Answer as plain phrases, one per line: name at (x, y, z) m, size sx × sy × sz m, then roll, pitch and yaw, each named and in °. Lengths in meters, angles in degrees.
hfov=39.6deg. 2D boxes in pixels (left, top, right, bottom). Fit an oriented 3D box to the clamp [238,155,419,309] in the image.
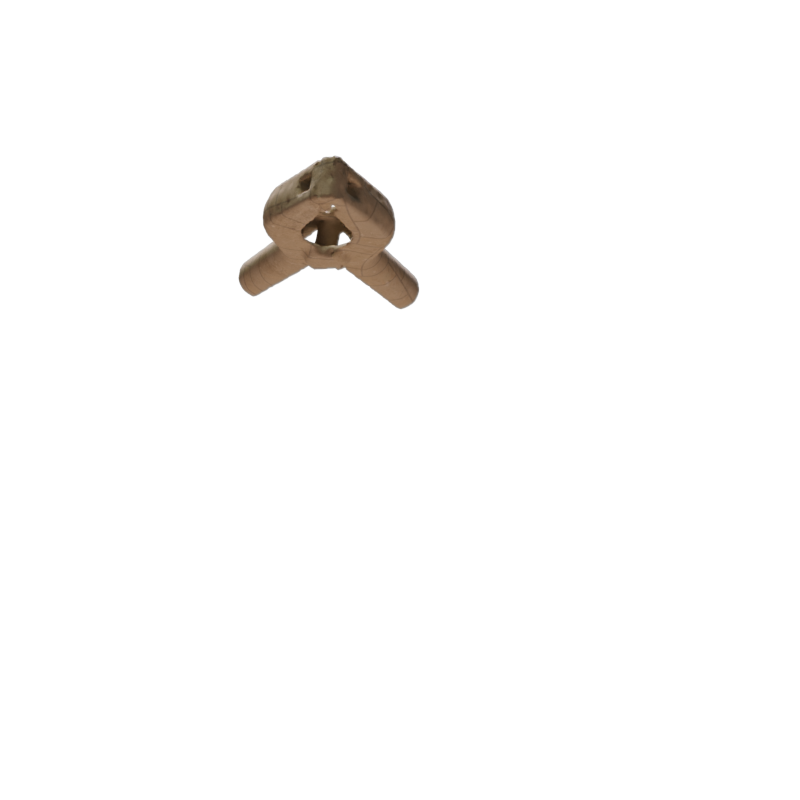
clamp at (-0.054, -0.098, 0.689) m, size 0.121 × 0.041 × 0.161 m, roll -3°, pitch -22°, yaw 6°
